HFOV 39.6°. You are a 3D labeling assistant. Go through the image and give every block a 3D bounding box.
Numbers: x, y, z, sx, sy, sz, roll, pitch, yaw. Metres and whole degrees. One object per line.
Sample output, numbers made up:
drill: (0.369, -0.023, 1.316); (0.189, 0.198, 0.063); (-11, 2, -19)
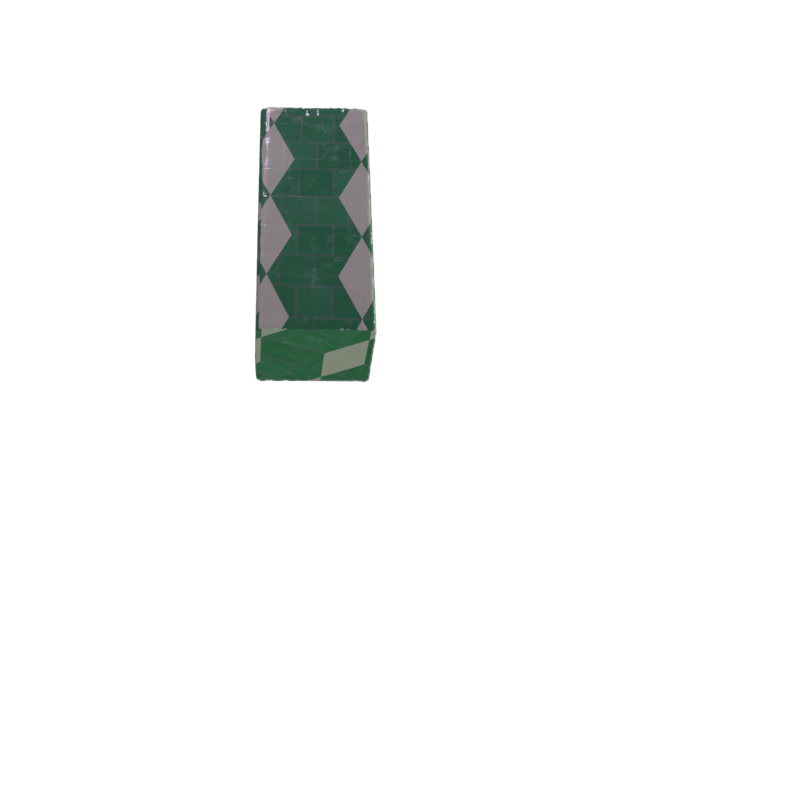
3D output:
block: (-0.070, -0.128, 0.893); (0.090, 0.220, 0.085); (0, -30, -4)
